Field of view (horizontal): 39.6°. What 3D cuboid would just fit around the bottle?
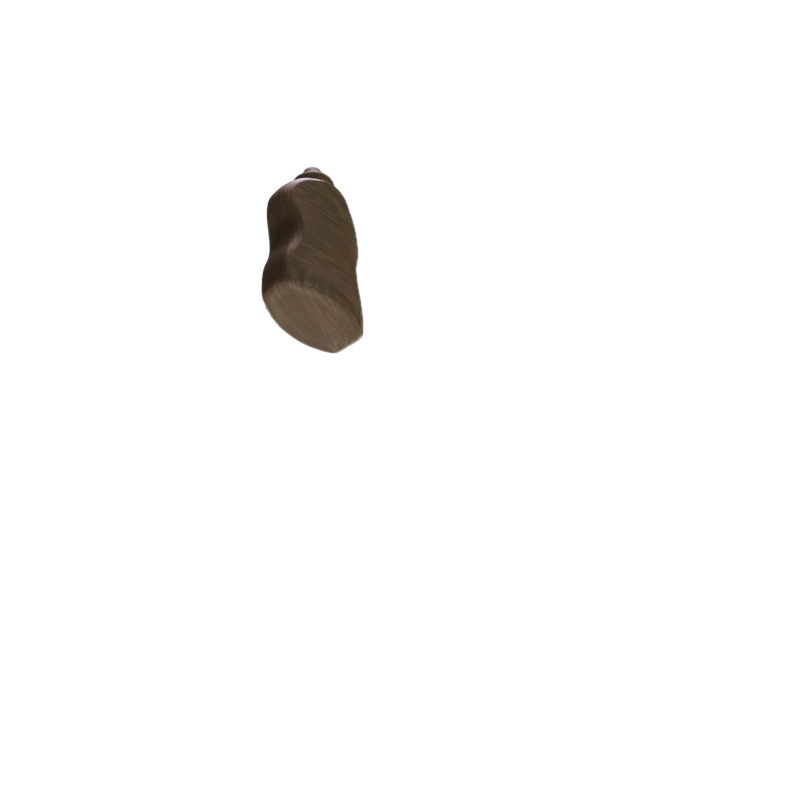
[{"bbox_3d":[-0.076,-0.138,0.967,0.058,0.206,0.090,-34,-51,28],"label":"bottle"}]
